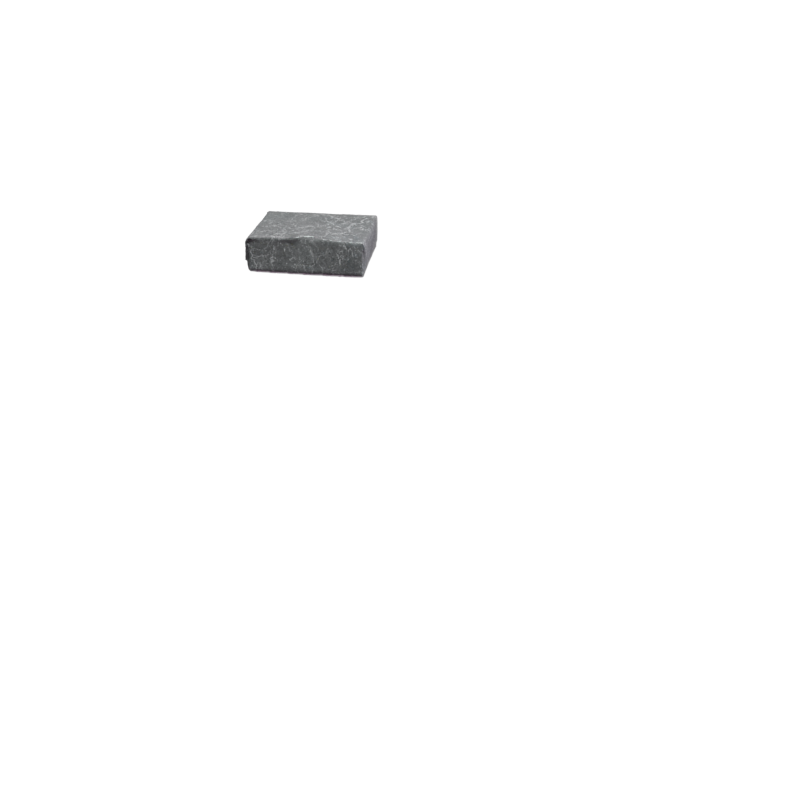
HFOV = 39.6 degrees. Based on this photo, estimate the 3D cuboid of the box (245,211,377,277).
[{"bbox_3d":[-0.066,-0.119,0.835,0.090,0.029,0.076,4,24,8],"label":"box"}]
